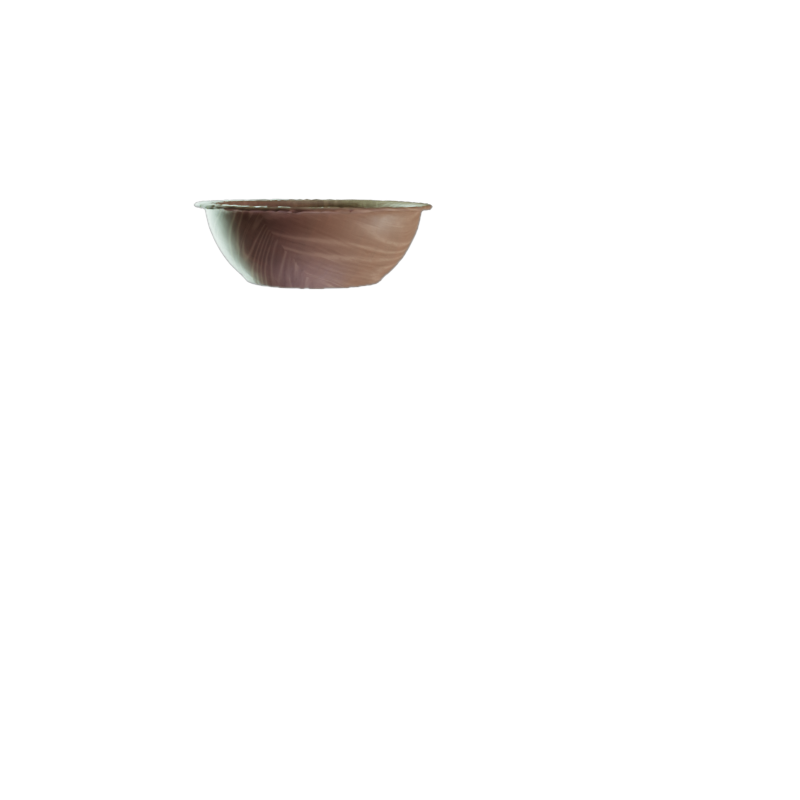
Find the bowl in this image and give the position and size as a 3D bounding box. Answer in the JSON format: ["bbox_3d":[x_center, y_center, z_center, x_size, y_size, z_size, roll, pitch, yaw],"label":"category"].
[{"bbox_3d":[-0.059,-0.108,0.756,0.162,0.054,0.166,0,11,-2],"label":"bowl"}]
